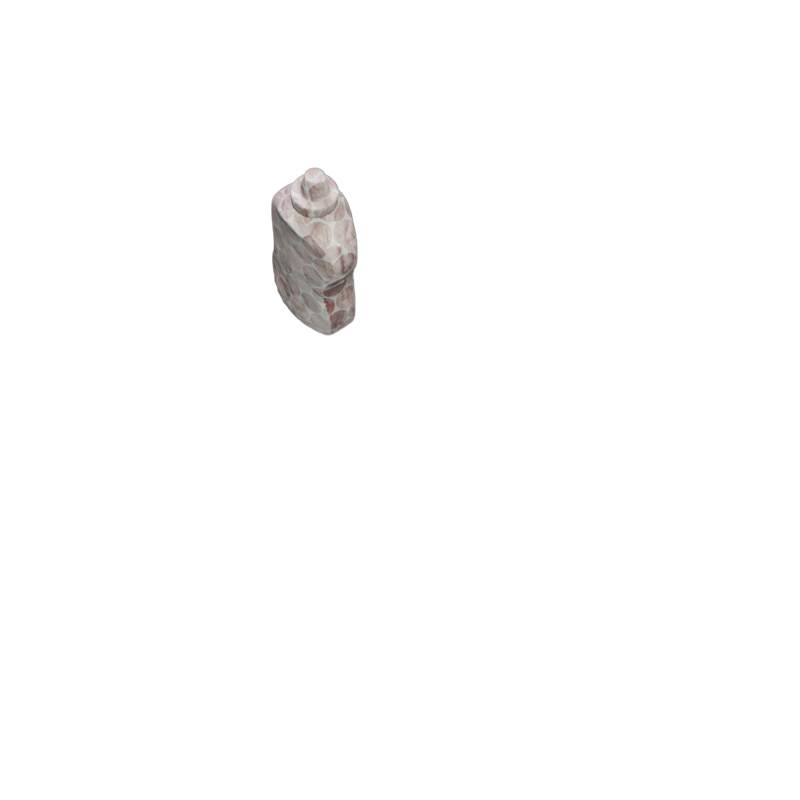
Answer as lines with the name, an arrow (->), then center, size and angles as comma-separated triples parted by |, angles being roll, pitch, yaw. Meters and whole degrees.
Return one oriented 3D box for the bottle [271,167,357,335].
bottle -> -0.077, -0.142, 0.991 | 0.058, 0.102, 0.180 | -30, -24, -19
